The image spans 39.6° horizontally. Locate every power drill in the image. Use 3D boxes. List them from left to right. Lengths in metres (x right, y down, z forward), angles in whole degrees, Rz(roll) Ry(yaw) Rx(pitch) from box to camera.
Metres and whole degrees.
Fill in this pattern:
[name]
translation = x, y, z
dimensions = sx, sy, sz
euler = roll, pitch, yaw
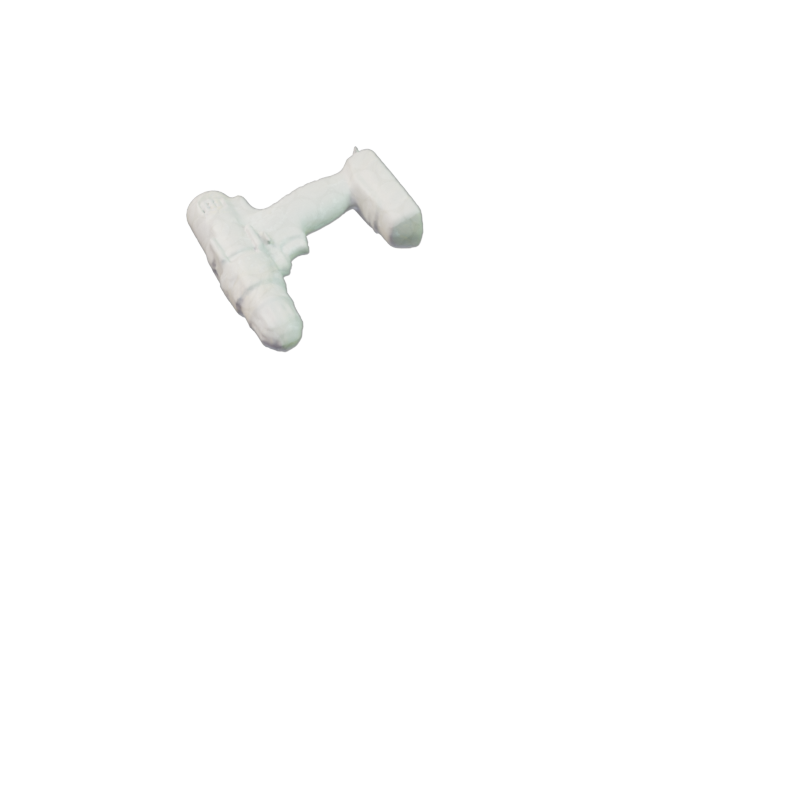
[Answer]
[power drill]
translation = -0.077, -0.141, 0.987
dimensions = 0.186, 0.199, 0.053
euler = -23, -34, -17
